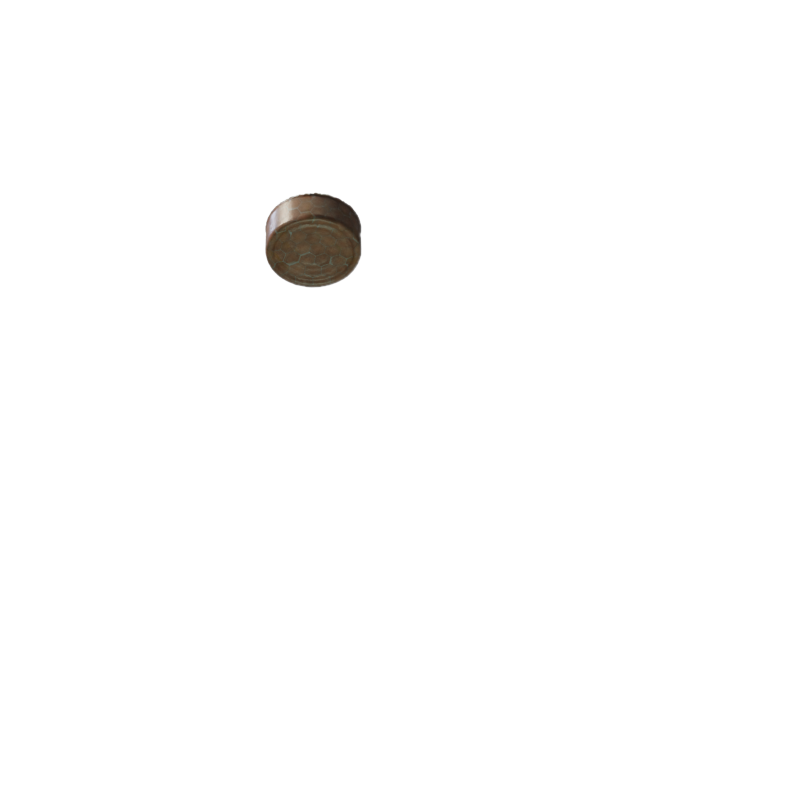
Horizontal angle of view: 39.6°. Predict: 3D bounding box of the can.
[{"bbox_3d":[-0.077,-0.140,0.980,0.086,0.036,0.080,1,-43,-1],"label":"can"}]
